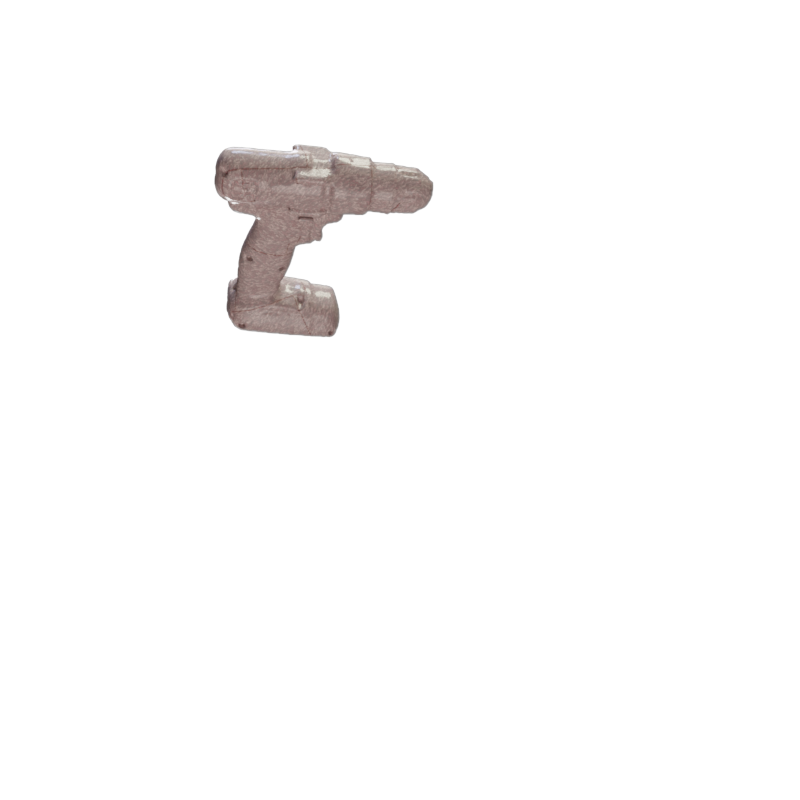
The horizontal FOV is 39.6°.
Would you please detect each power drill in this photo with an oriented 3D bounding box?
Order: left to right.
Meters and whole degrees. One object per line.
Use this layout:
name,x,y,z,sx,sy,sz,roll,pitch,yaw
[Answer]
power drill,-0.076,-0.139,0.976,0.183,0.176,0.062,7,43,-7
